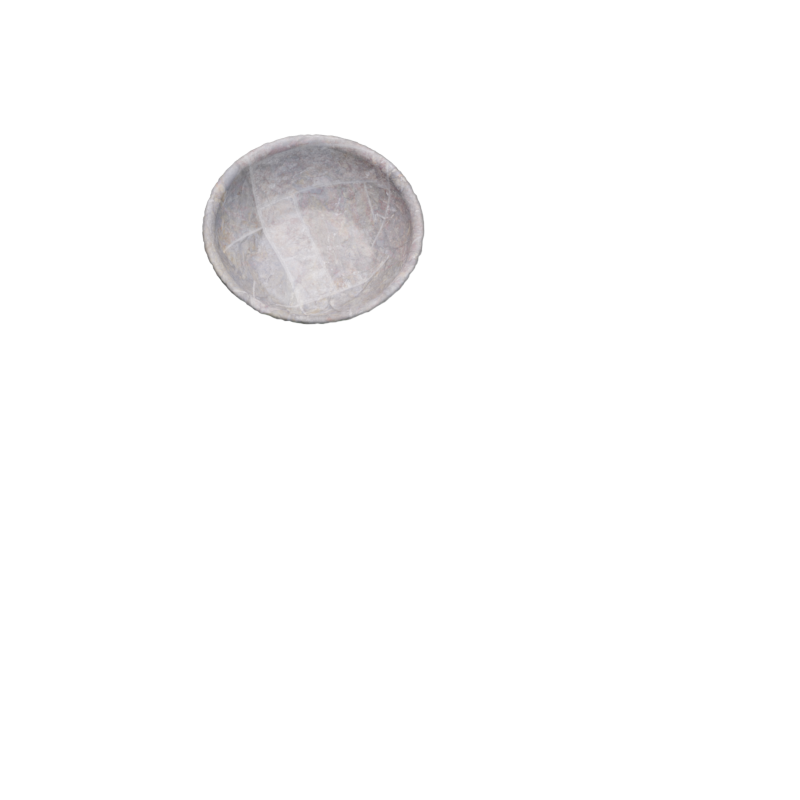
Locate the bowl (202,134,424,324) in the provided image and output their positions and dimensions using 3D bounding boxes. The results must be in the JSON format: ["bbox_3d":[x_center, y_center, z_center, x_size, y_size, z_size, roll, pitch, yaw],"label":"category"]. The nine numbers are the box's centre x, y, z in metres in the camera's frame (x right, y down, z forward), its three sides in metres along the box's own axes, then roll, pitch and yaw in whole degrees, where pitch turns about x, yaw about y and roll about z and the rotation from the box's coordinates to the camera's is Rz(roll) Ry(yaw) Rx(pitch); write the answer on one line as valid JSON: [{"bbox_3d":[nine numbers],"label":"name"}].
[{"bbox_3d":[-0.065,-0.118,0.829,0.162,0.172,0.052,-1,-28,-1],"label":"bowl"}]
